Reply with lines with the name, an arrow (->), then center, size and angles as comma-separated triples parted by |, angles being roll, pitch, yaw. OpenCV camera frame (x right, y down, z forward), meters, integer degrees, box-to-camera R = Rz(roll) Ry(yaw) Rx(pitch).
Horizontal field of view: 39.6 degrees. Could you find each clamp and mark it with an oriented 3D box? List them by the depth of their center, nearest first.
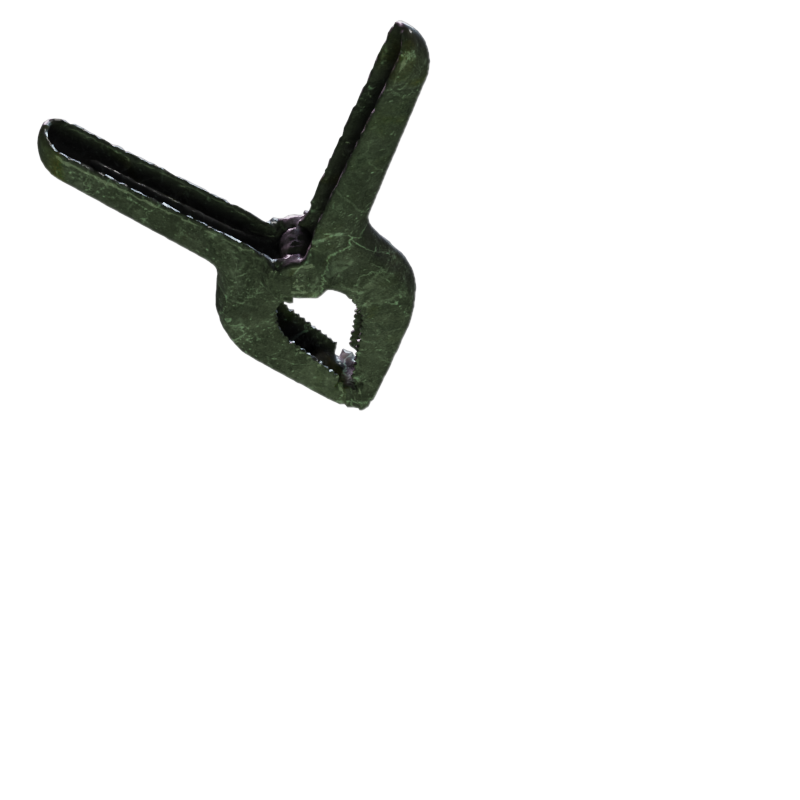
clamp -> -0.039, -0.071, 0.498 | 0.166, 0.039, 0.194 | -16, -45, 16
